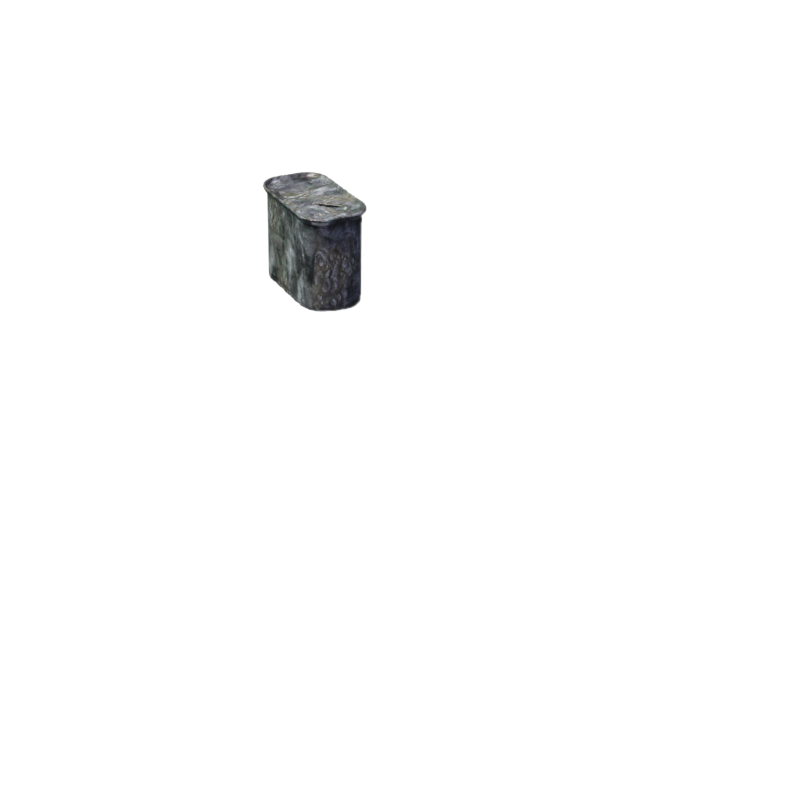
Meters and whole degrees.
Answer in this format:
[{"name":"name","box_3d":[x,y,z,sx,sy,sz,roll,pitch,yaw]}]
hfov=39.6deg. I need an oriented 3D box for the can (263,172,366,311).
[{"name":"can","box_3d":[-0.071,-0.129,0.906,0.056,0.079,0.110,-13,31,-25]}]
